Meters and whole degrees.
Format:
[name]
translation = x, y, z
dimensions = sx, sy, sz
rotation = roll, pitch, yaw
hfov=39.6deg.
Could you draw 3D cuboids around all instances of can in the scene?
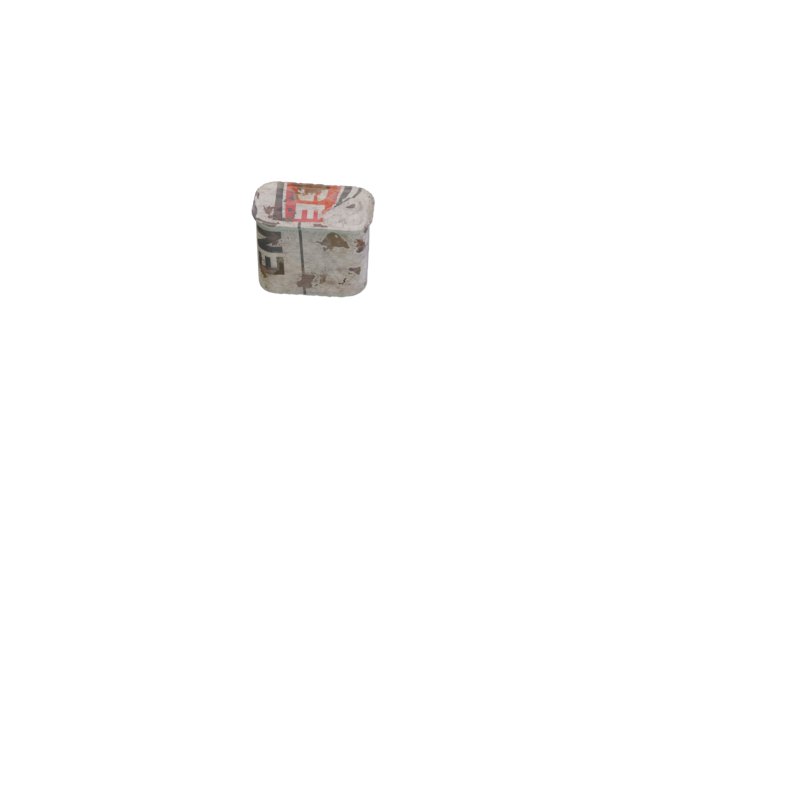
[can]
translation = -0.075, -0.136, 0.956
dimensions = 0.102, 0.061, 0.078
rotation = 4, -44, 3
